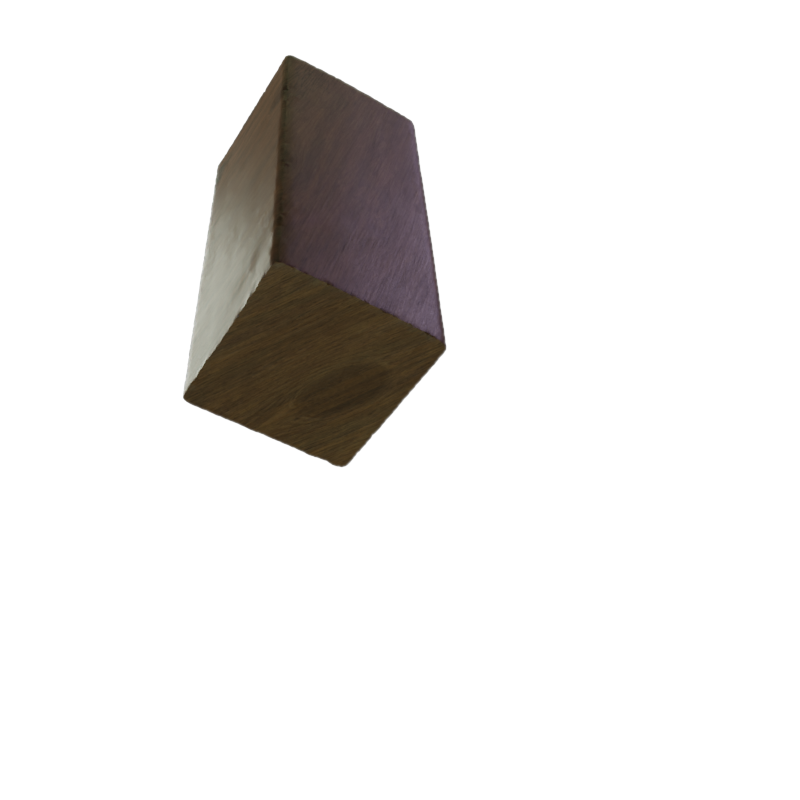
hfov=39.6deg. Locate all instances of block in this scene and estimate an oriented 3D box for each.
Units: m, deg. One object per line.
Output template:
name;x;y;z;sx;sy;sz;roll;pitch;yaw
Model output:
block;-0.044;-0.082;0.575;0.087;0.088;0.221;25;33;-22
